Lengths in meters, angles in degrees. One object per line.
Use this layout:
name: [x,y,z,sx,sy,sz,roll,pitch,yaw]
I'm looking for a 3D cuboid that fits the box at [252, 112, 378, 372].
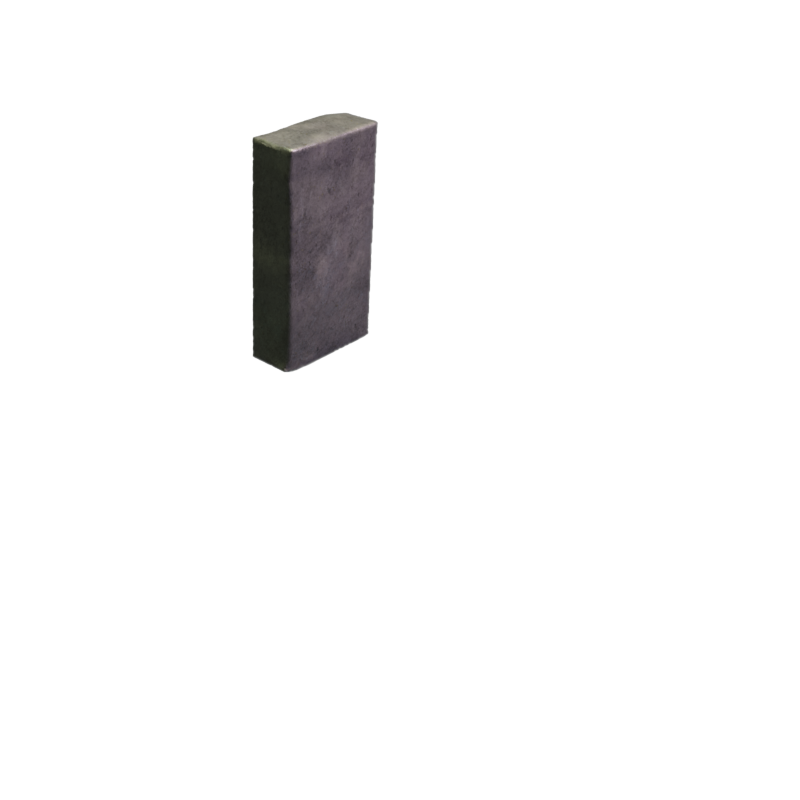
box: [-0.064,-0.116,0.814,0.051,0.167,0.093,20,31,36]
